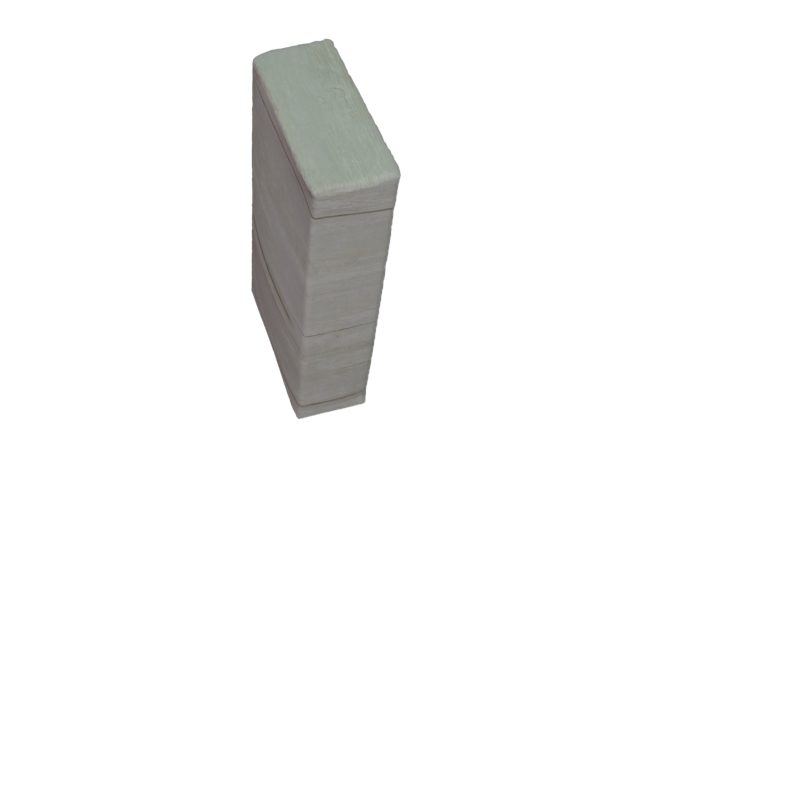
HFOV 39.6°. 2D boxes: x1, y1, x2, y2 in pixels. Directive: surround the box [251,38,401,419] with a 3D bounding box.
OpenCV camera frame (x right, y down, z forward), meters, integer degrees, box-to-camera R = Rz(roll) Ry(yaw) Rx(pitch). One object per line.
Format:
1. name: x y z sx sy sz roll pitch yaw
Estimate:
1. box: -0.043 -0.077 0.540 0.048 0.101 0.165 -14 -33 -14
